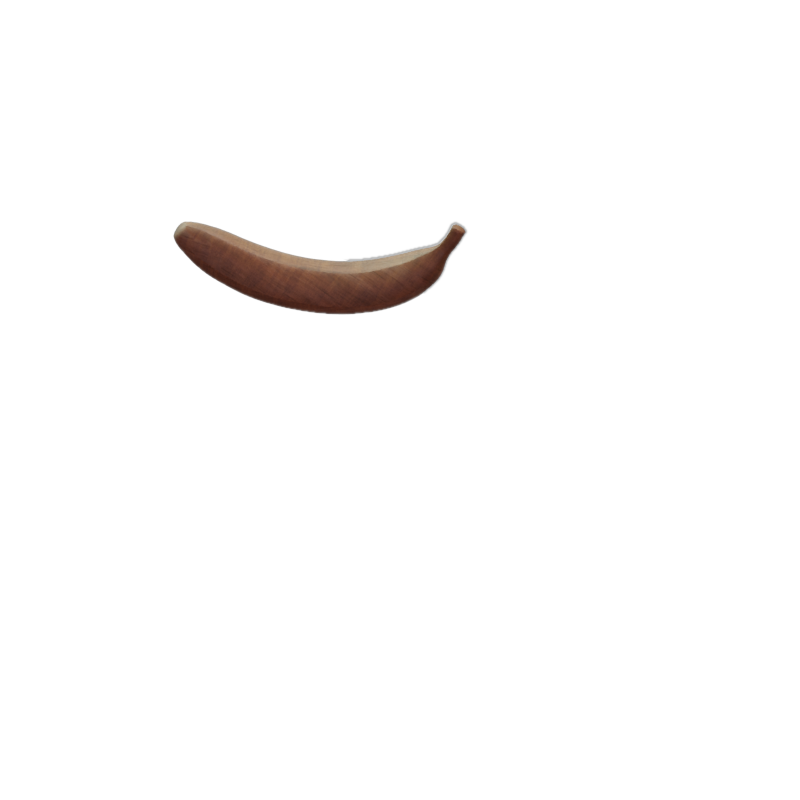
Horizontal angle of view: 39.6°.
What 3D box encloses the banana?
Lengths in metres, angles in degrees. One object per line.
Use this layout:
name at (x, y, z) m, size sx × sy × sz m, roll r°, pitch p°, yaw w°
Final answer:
banana at (-0.056, -0.092, 0.767) m, size 0.198 × 0.067 × 0.038 m, roll 0°, pitch 20°, yaw 0°
